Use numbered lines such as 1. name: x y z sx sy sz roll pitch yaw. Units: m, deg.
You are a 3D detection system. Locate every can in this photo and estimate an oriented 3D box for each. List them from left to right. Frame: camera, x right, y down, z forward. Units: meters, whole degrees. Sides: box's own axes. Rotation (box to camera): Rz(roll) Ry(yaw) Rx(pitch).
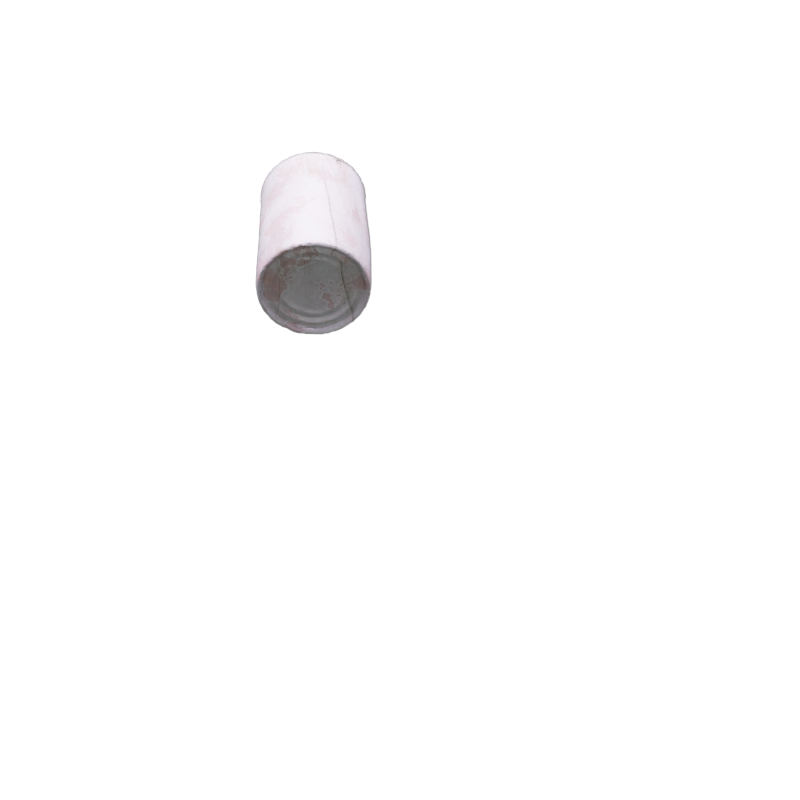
1. can: -0.052 -0.096 0.670 0.068 0.064 0.109 -1 38 -3
